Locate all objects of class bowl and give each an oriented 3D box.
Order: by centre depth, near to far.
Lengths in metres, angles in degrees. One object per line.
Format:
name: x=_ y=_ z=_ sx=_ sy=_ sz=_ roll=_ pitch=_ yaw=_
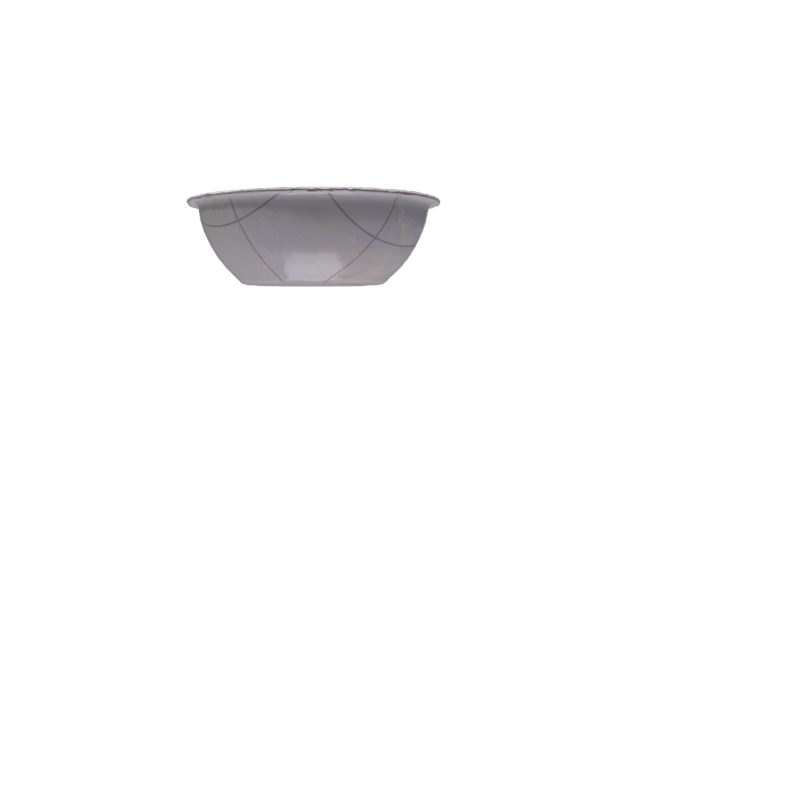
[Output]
bowl: x=-0.055 y=-0.101 z=0.708 sx=0.162 sy=0.055 sz=0.162 roll=0 pitch=3 yaw=-2
